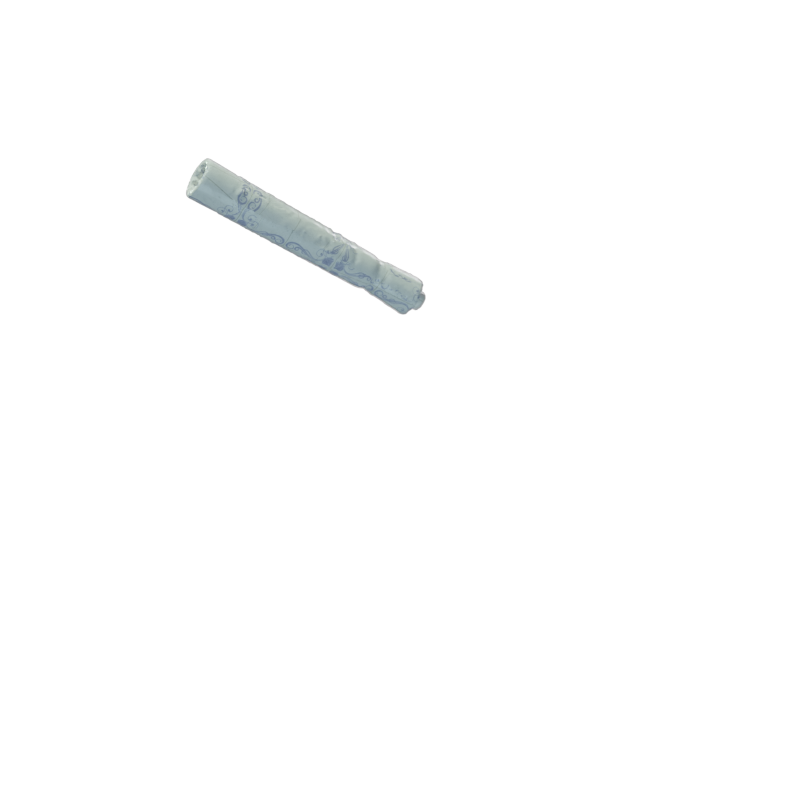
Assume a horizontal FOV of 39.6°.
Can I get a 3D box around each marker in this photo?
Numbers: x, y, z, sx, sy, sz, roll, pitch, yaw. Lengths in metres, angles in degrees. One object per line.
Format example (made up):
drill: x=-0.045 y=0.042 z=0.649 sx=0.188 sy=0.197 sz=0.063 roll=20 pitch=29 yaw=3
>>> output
marker: x=-0.038 y=-0.070 z=0.490 sx=0.115 sy=0.020 sz=0.020 roll=27 pitch=-8 yaw=-22
